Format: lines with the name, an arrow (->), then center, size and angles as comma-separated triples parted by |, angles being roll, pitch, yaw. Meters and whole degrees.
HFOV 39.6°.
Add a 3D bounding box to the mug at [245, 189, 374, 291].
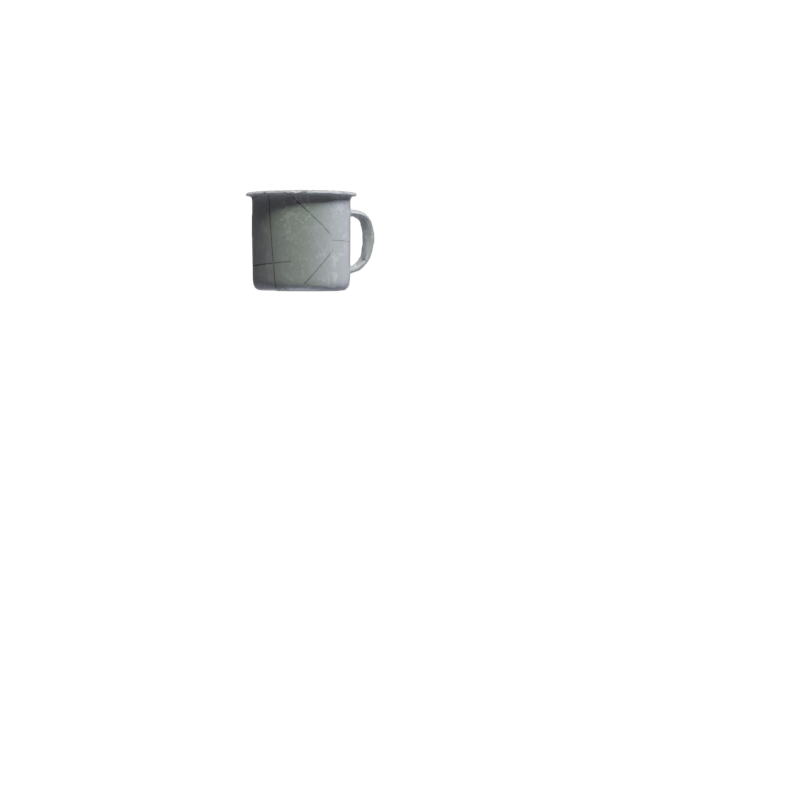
mug -> -0.073, -0.133, 0.933 | 0.113, 0.081, 0.097 | -3, 5, -35
